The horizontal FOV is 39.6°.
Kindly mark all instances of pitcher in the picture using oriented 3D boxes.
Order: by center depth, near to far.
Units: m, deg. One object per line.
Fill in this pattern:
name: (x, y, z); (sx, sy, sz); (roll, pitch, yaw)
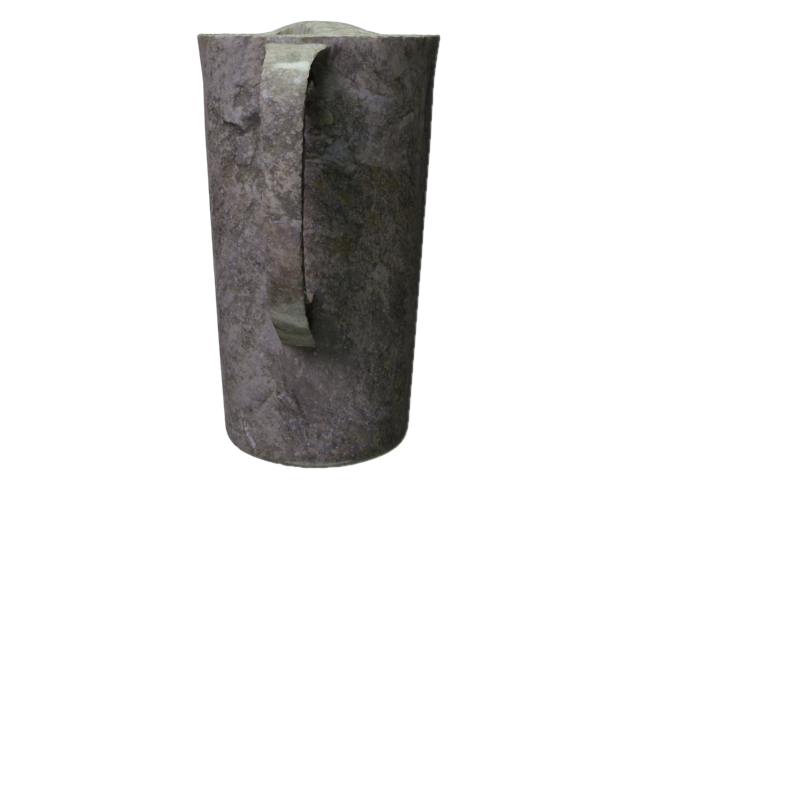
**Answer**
pitcher: (-0.049, -0.089, 0.621); (0.145, 0.237, 0.153); (-9, 16, -38)
